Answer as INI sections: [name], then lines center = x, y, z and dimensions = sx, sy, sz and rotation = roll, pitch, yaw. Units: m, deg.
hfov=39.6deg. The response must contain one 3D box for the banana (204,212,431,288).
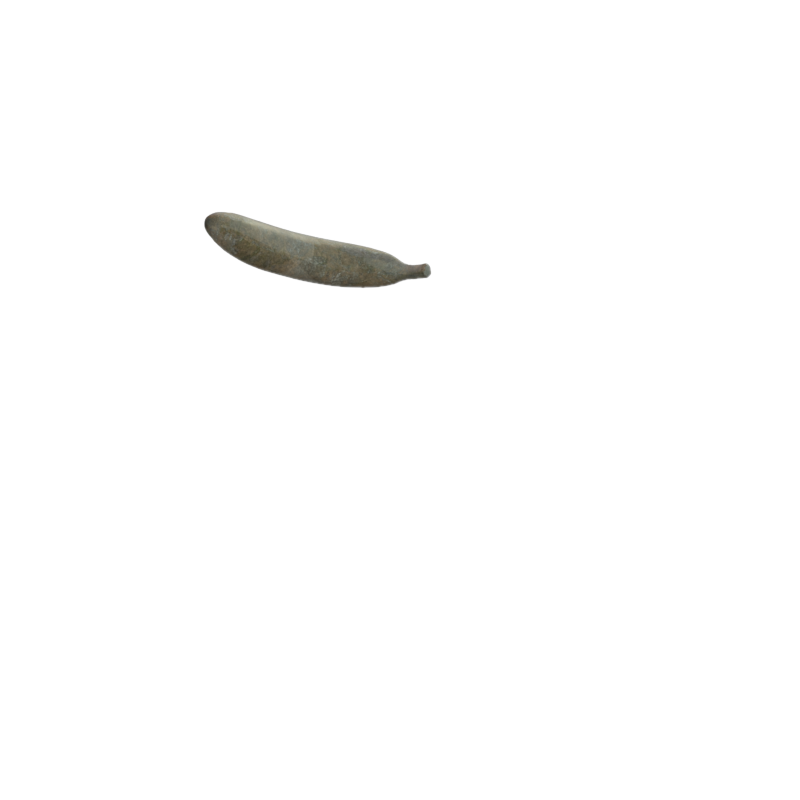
[banana]
center = -0.076, -0.122, 0.908
dimensions = 0.190, 0.039, 0.069
rotation = 8, -20, -24
